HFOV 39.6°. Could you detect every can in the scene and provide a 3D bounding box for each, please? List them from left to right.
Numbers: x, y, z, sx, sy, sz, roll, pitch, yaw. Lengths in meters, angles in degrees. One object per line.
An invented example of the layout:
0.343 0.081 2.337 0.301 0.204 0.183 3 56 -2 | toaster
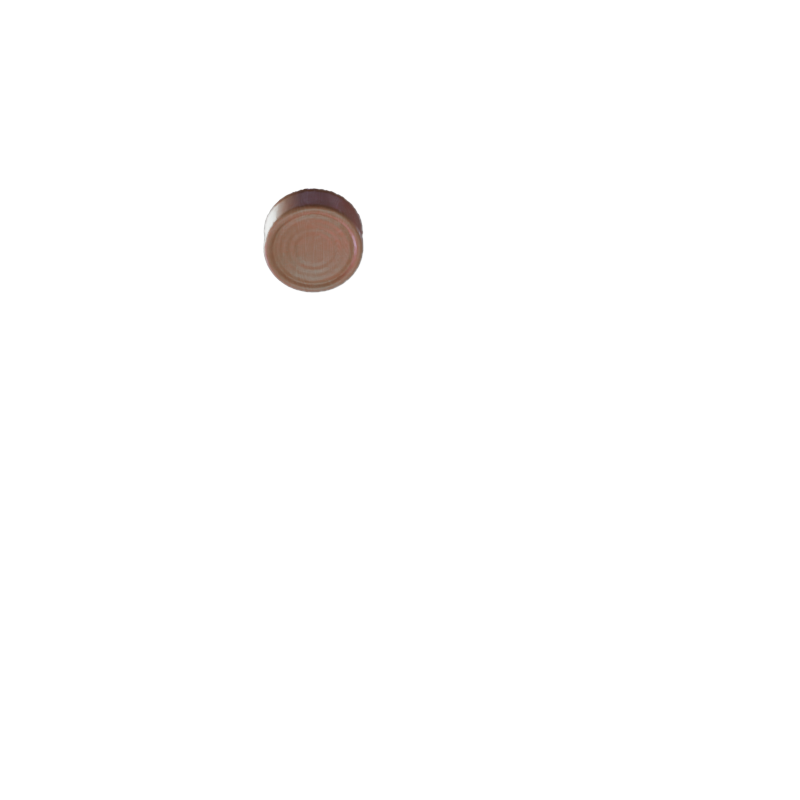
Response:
-0.074 -0.135 0.942 0.086 0.081 0.036 1 32 -1 | can
